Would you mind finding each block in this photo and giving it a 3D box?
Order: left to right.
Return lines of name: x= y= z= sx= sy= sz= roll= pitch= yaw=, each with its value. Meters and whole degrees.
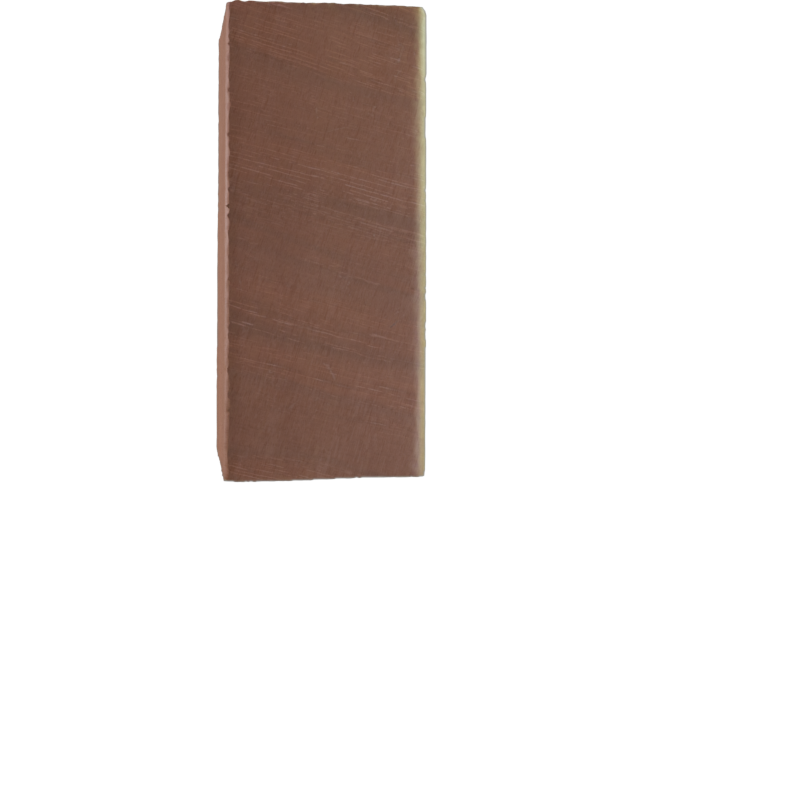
block: x=-0.040 y=-0.074 z=0.520 sx=0.089 sy=0.207 sz=0.092 roll=0 pitch=0 yaw=-10
